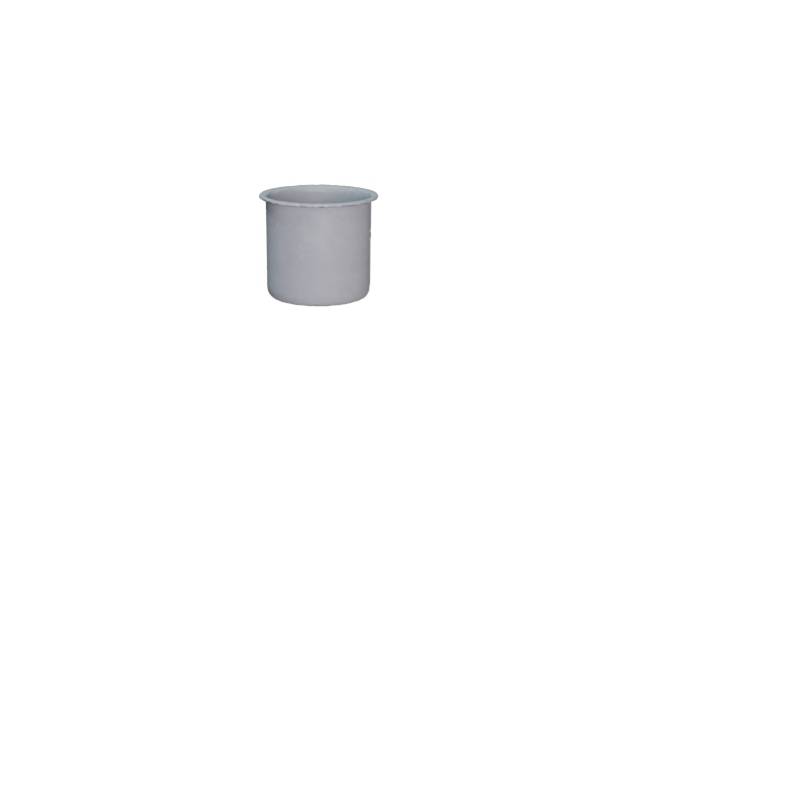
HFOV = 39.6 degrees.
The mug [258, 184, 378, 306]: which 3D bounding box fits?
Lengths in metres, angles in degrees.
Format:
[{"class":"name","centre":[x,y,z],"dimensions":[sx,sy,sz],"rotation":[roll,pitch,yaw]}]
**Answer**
[{"class":"mug","centre":[-0.069,-0.126,0.880],"dimensions":[0.091,0.079,0.124],"rotation":[-6,19,-22]}]
